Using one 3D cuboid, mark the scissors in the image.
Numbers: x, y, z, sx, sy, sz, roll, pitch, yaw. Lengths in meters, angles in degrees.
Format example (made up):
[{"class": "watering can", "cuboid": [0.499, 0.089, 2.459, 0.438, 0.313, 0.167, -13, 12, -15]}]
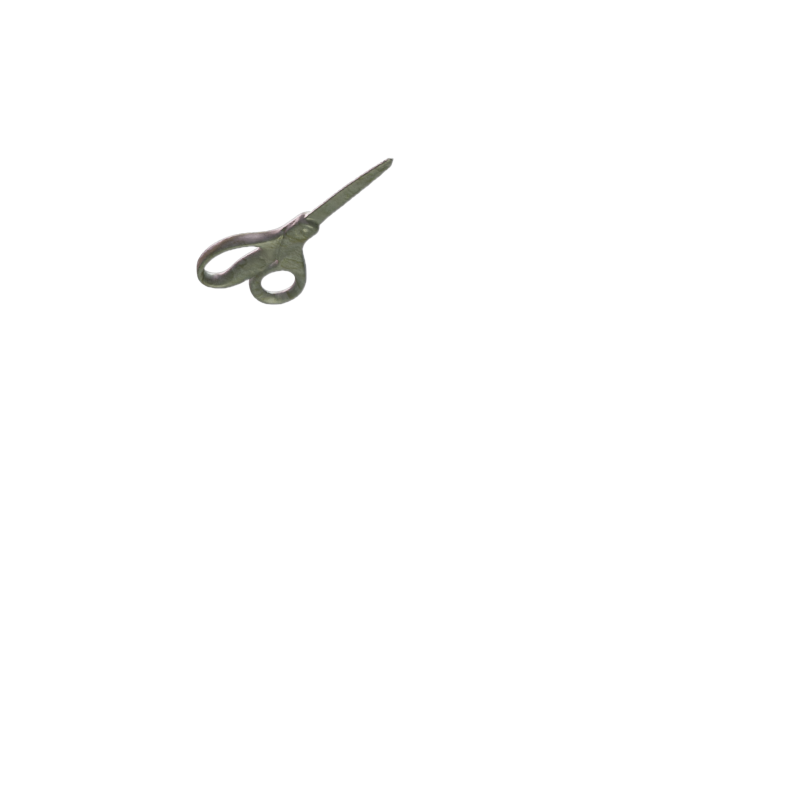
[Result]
[{"class": "scissors", "cuboid": [-0.067, -0.122, 0.854, 0.203, 0.017, 0.089, -19, -36, 28]}]
